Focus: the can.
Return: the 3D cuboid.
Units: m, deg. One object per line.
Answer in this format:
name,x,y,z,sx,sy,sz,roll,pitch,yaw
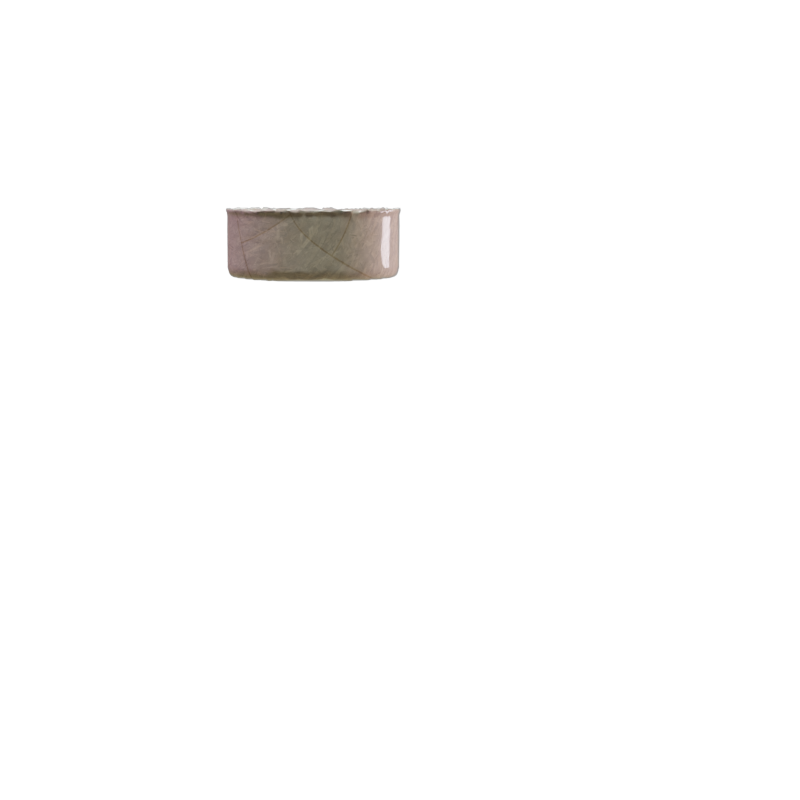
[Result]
can,-0.043,-0.078,0.544,0.086,0.033,0.087,0,9,-2
